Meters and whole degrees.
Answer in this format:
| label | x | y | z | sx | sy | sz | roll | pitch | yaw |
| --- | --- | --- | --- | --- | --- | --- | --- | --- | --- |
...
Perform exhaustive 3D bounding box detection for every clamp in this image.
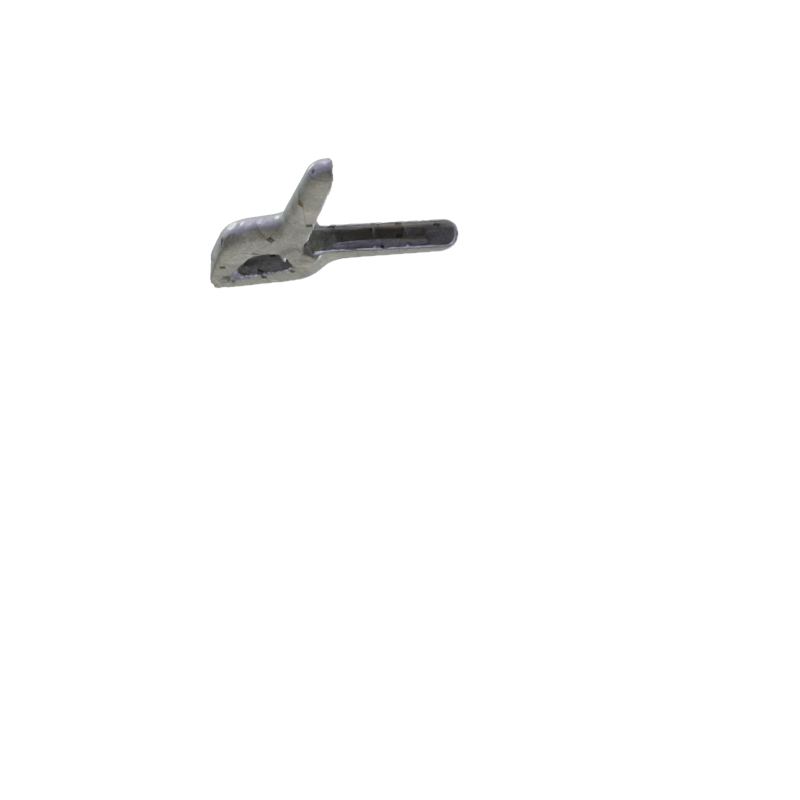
| label | x | y | z | sx | sy | sz | roll | pitch | yaw |
| --- | --- | --- | --- | --- | --- | --- | --- | --- | --- |
| clamp | -0.070 | -0.128 | 0.897 | 0.155 | 0.038 | 0.212 | 16 | -23 | -41 |
